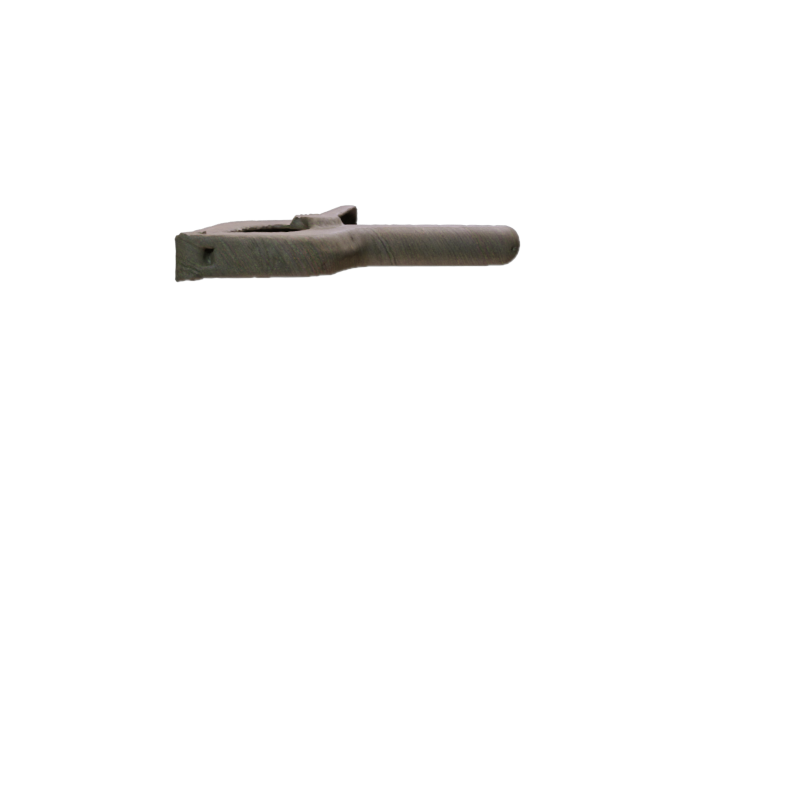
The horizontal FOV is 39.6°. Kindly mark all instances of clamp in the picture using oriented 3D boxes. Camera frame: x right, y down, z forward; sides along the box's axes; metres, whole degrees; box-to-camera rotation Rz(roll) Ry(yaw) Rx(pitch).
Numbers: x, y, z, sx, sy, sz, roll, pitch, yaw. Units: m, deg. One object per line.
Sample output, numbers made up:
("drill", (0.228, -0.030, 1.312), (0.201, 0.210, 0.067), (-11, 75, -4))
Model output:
("clamp", (-0.055, -0.100, 0.698), (0.204, 0.035, 0.173), (-10, 18, -33))
